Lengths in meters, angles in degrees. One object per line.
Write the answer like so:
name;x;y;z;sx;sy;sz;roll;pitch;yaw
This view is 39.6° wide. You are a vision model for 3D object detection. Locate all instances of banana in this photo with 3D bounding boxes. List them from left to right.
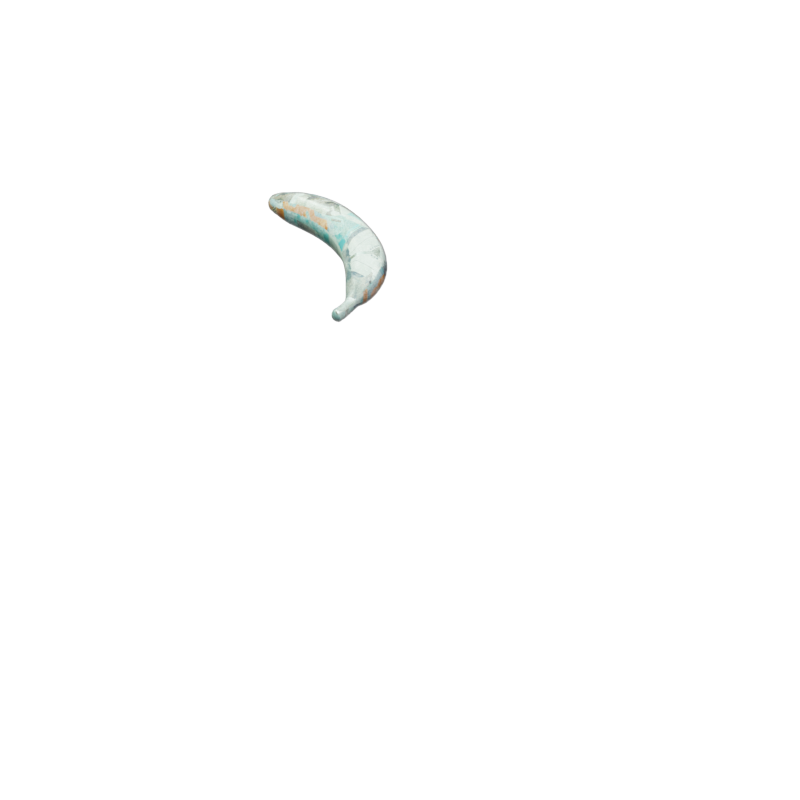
banana;-0.058;-0.141;0.979;0.069;0.034;0.214;-12;38;-17
